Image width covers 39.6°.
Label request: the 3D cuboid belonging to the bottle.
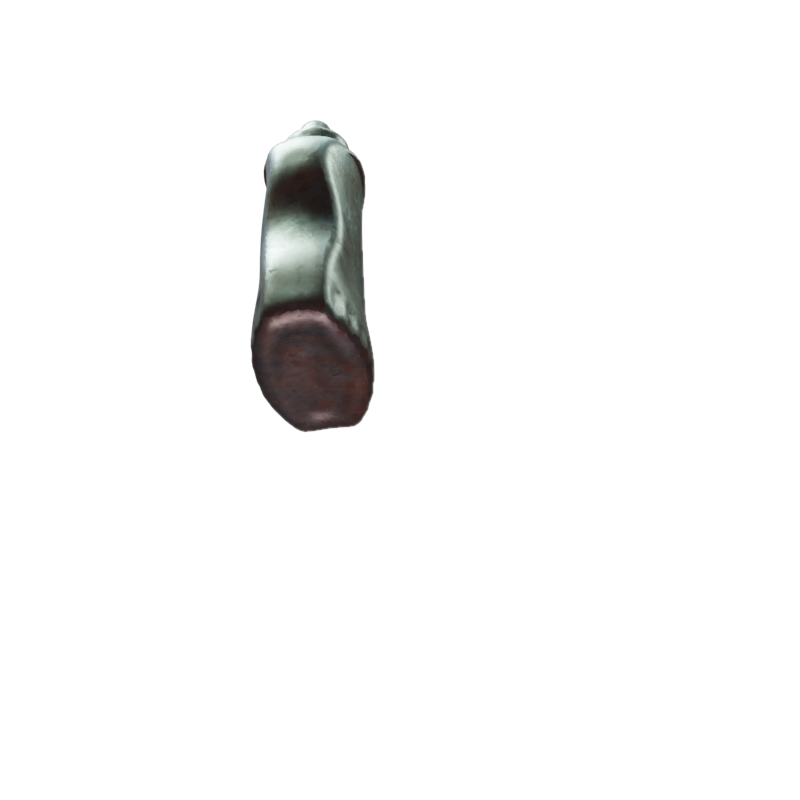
[{"bbox_3d":[-0.047,-0.086,0.600,0.059,0.206,0.089,-9,-42,6],"label":"bottle"}]
